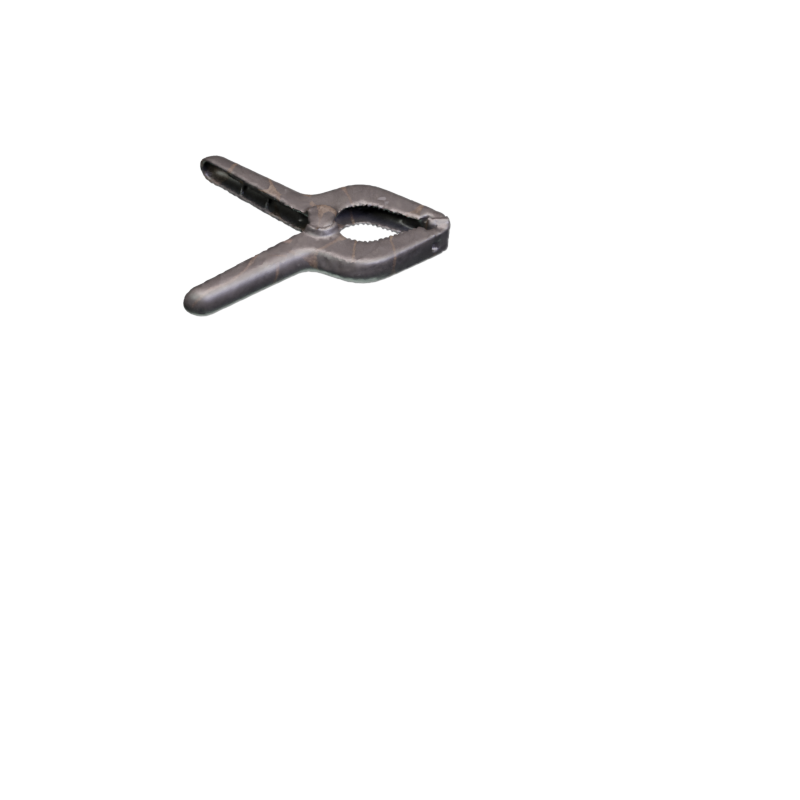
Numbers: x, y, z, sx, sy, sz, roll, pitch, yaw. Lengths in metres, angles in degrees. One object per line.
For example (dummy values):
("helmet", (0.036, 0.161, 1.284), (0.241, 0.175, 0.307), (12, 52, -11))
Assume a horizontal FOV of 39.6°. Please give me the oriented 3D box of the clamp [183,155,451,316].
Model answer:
("clamp", (-0.068, -0.124, 0.866), (0.211, 0.175, 0.034), (5, -39, 4))
